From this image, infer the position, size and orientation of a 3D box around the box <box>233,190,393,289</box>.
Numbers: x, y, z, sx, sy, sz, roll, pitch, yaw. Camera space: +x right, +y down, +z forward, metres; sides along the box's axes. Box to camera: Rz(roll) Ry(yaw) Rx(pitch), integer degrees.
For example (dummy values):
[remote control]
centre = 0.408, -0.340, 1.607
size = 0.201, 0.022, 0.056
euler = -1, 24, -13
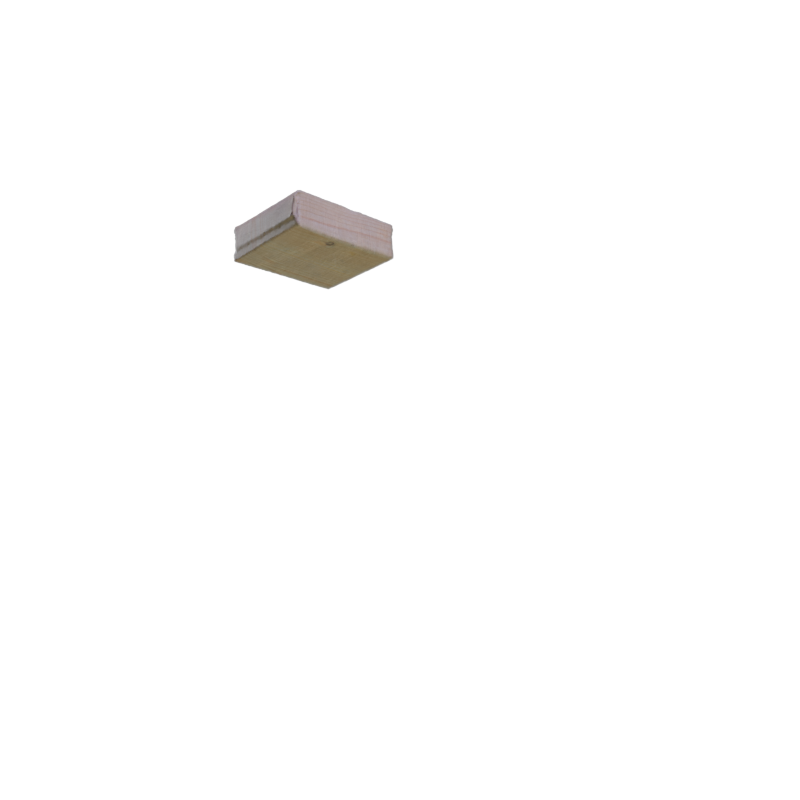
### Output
[box]
centre = -0.061, -0.111, 0.779
size = 0.084, 0.032, 0.073
euler = 15, -25, -38
